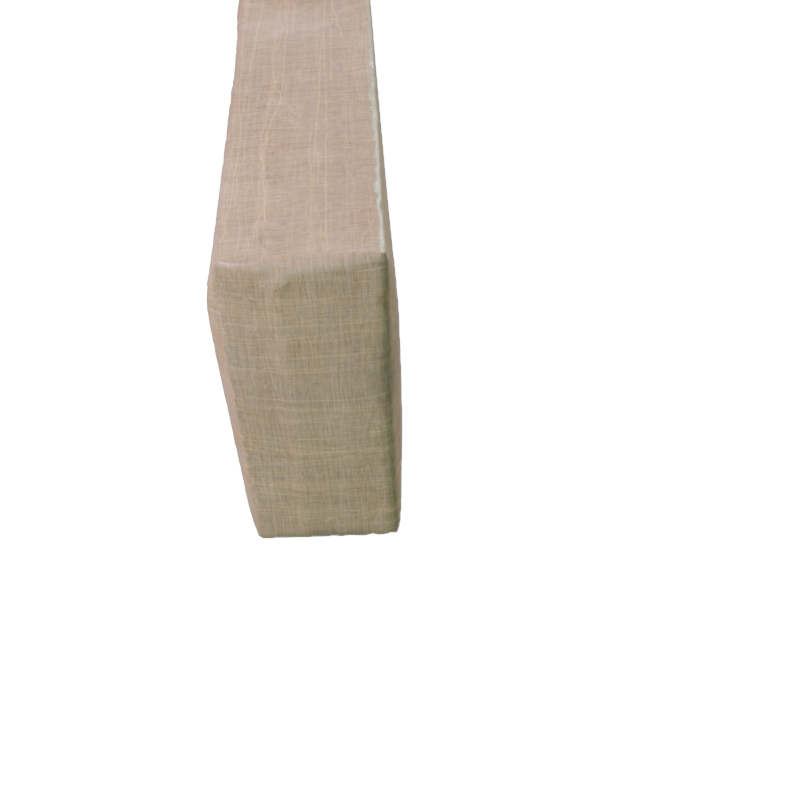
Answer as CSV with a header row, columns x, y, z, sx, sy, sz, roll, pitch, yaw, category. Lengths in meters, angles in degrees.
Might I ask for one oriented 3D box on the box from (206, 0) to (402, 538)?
x,y,z,sx,sy,sz,roll,pitch,yaw,category
-0.040,-0.073,0.512,0.072,0.152,0.230,-4,45,0,box
